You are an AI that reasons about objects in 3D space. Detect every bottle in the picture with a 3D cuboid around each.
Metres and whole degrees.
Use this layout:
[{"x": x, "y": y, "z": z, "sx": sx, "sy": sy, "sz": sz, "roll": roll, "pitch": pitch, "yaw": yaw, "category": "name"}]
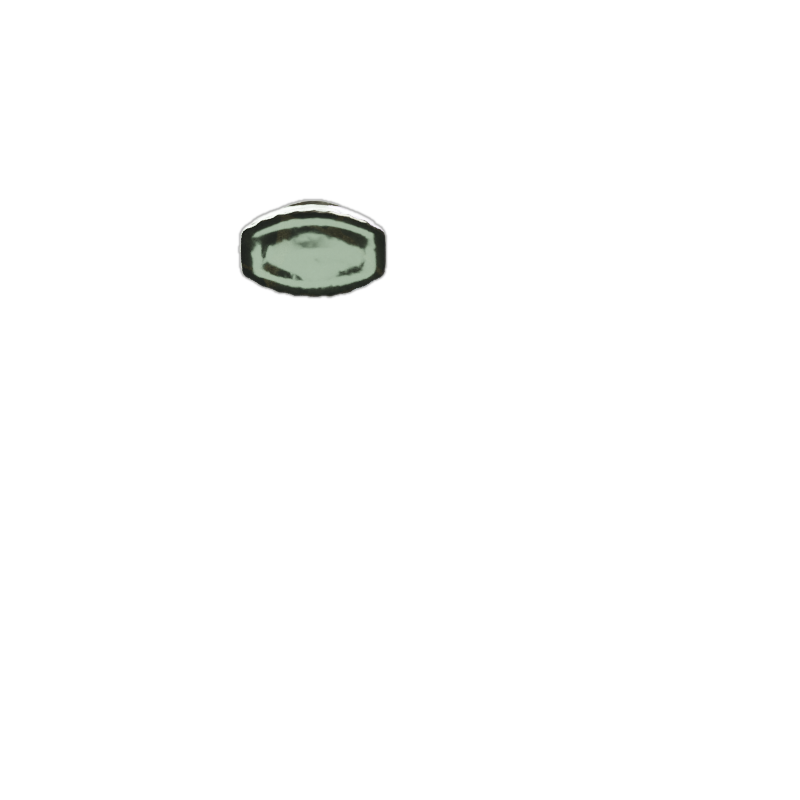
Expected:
[{"x": -0.063, "y": -0.115, "z": 0.807, "sx": 0.096, "sy": 0.057, "sz": 0.196, "roll": -2, "pitch": 12, "yaw": -3, "category": "bottle"}]
